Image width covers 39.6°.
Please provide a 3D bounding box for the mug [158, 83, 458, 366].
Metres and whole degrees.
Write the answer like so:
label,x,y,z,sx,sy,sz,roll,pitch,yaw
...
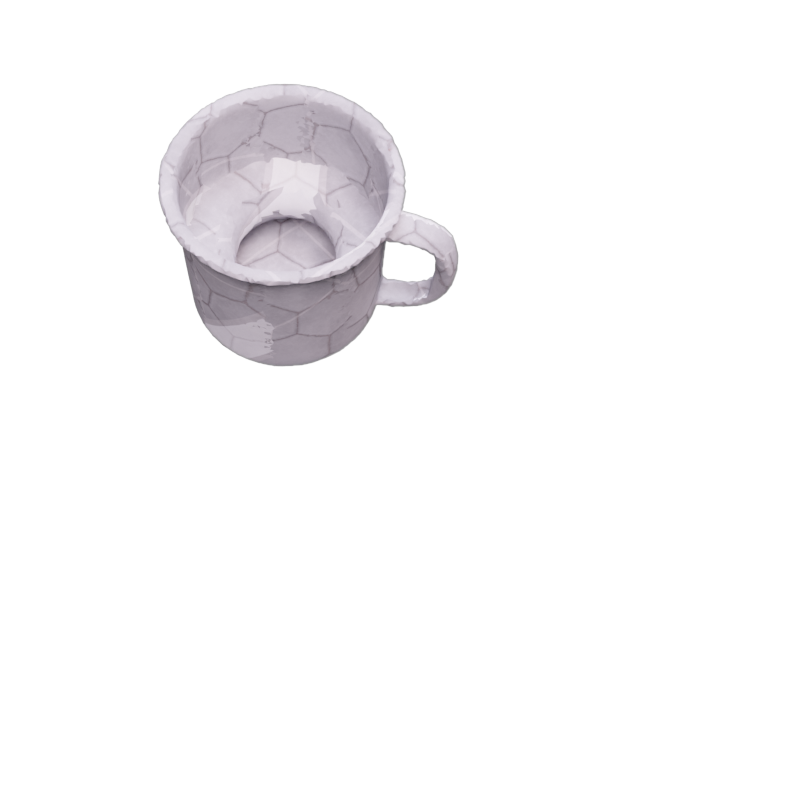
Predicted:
label,x,y,z,sx,sy,sz,roll,pitch,yaw
mug,-0.035,-0.064,0.447,0.118,0.098,0.076,11,-29,5
